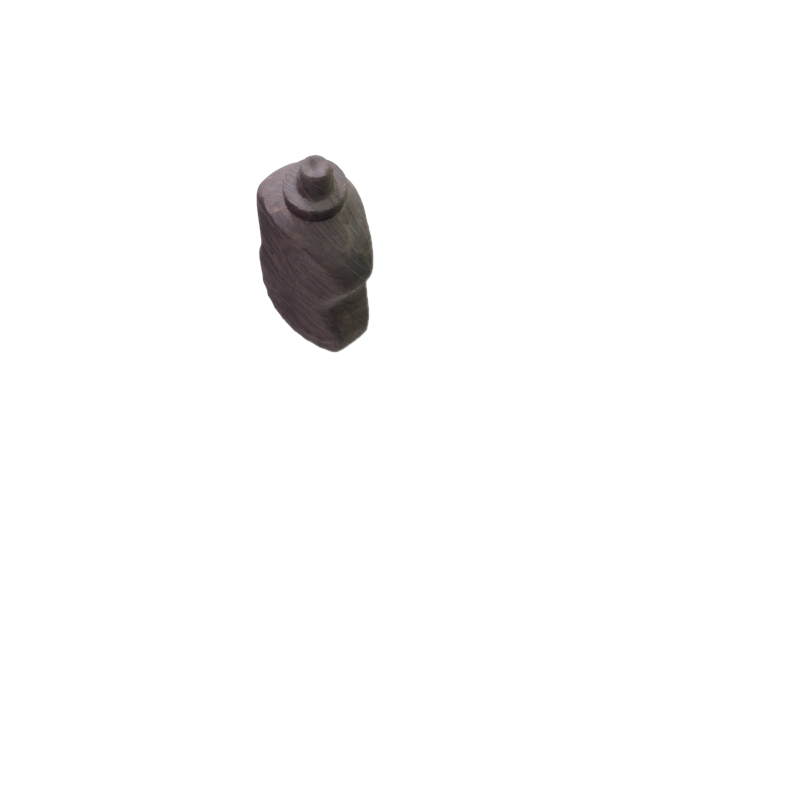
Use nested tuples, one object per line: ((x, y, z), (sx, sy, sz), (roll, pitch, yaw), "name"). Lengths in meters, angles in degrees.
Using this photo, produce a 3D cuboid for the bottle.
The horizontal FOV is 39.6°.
((-0.059, -0.108, 0.757), (0.058, 0.101, 0.182), (-34, -17, -16), "bottle")
